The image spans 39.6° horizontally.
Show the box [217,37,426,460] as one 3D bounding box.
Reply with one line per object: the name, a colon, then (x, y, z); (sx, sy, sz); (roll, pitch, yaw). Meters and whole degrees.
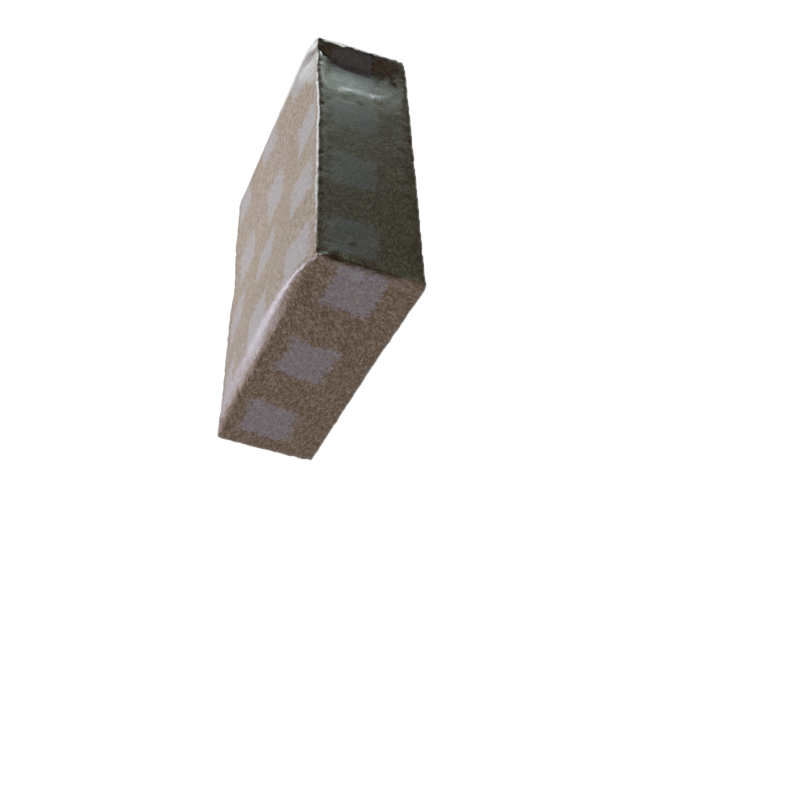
box: (-0.055, -0.099, 0.696); (0.069, 0.230, 0.158); (16, -46, -20)
